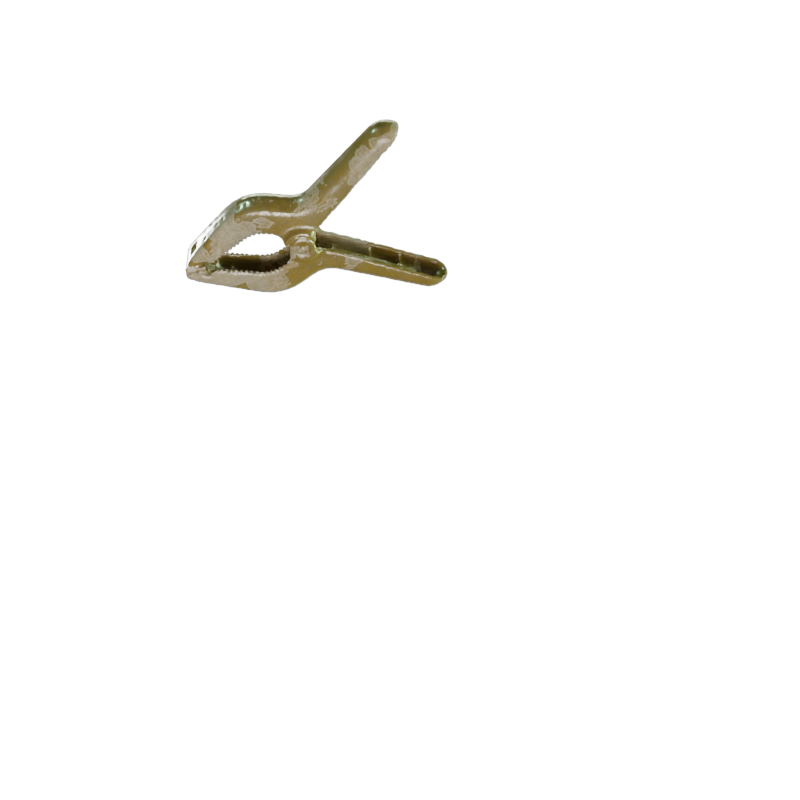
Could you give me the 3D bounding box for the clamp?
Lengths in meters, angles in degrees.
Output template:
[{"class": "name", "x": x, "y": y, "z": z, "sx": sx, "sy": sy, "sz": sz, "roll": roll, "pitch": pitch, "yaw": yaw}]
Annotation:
[{"class": "clamp", "x": -0.071, "y": -0.129, "z": 0.901, "sx": 0.211, "sy": 0.152, "sz": 0.039, "roll": -18, "pitch": 40, "yaw": 15}]
